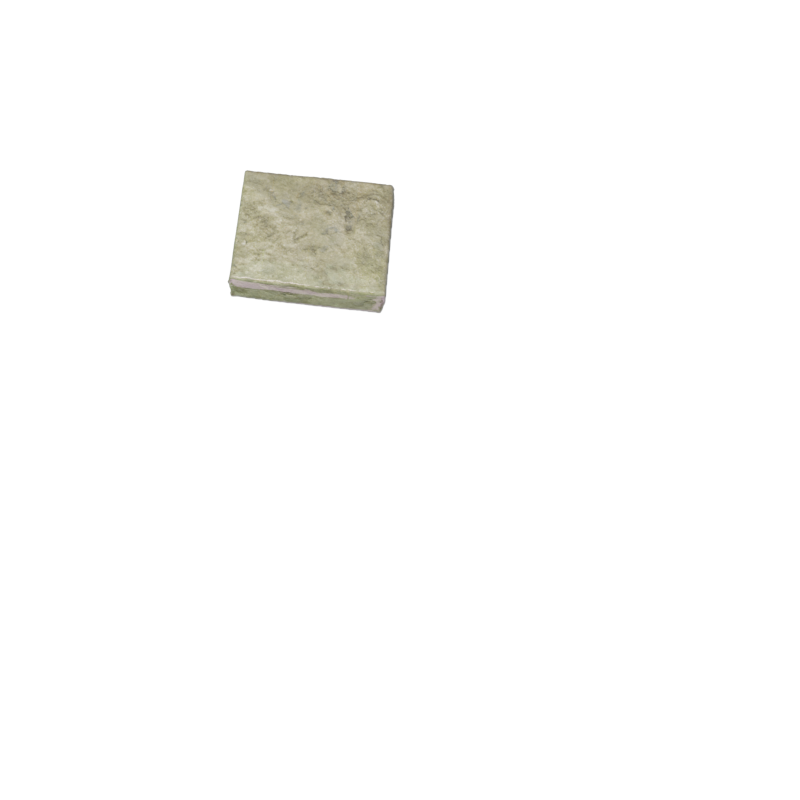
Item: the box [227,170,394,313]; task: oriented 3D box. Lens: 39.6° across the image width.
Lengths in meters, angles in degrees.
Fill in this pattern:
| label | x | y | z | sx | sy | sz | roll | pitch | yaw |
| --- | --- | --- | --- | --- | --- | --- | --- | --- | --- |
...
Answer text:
| label | x | y | z | sx | sy | sz | roll | pitch | yaw |
| --- | --- | --- | --- | --- | --- | --- | --- | --- | --- |
| box | -0.063 | -0.115 | 0.803 | 0.114 | 0.095 | 0.037 | 4 | -26 | 2 |
